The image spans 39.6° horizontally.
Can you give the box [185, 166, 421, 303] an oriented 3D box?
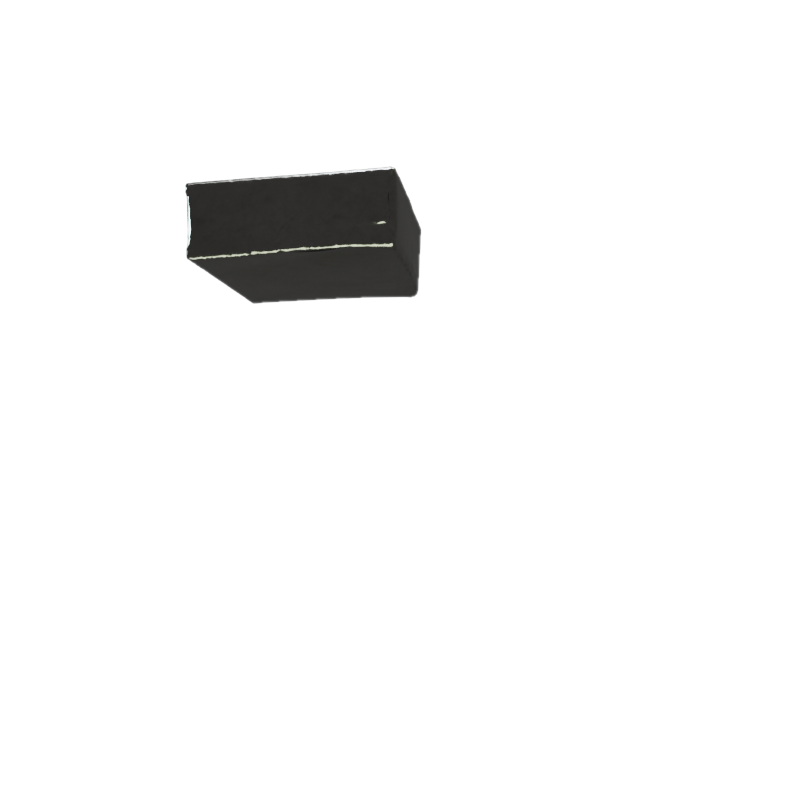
[{"bbox_3d":[-0.040,-0.072,0.507,0.091,0.040,0.109,-1,-8,8],"label":"box"}]
